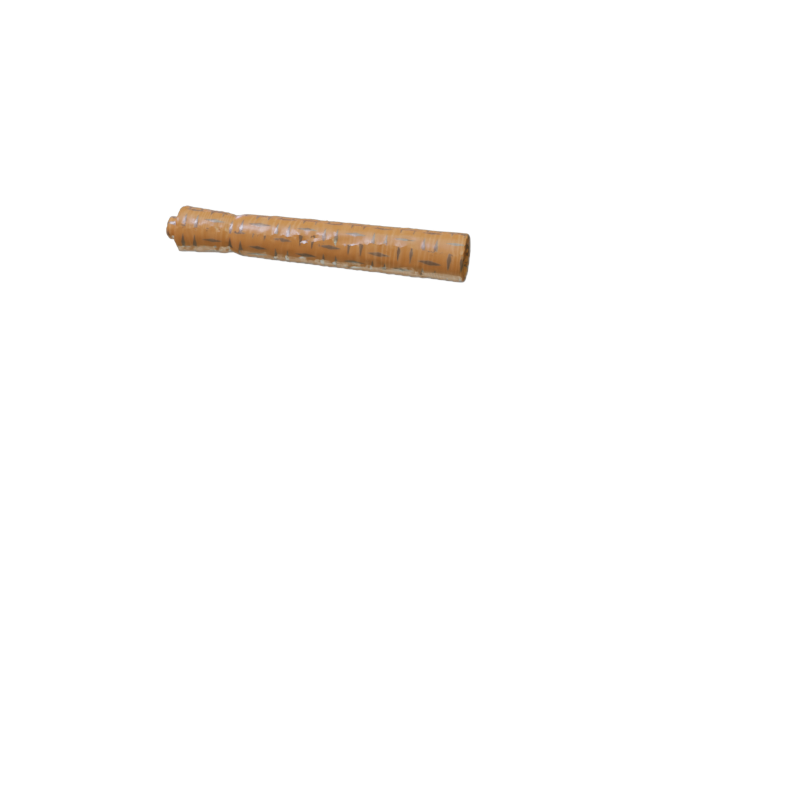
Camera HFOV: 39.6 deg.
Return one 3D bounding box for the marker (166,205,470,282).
[{"bbox_3d":[-0.034,-0.062,0.433,0.124,0.020,0.019,8,6,15],"label":"marker"}]
